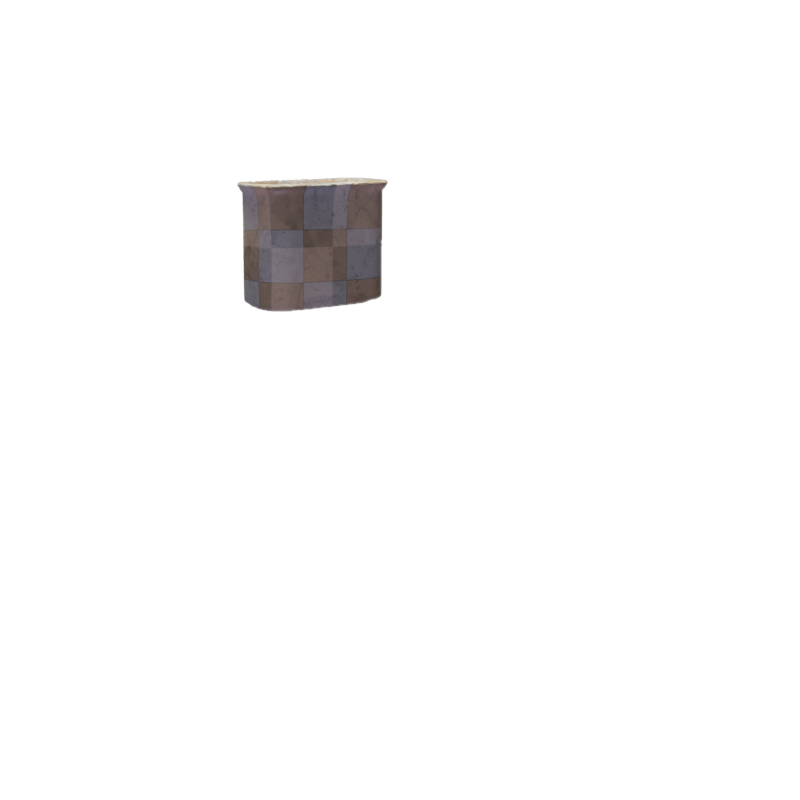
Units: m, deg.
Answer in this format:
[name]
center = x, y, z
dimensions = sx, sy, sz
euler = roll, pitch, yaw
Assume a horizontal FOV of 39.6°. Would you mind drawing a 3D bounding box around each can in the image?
[can]
center = -0.060, -0.109, 0.761
dimensions = 0.099, 0.082, 0.060
euler = -7, 12, -34
